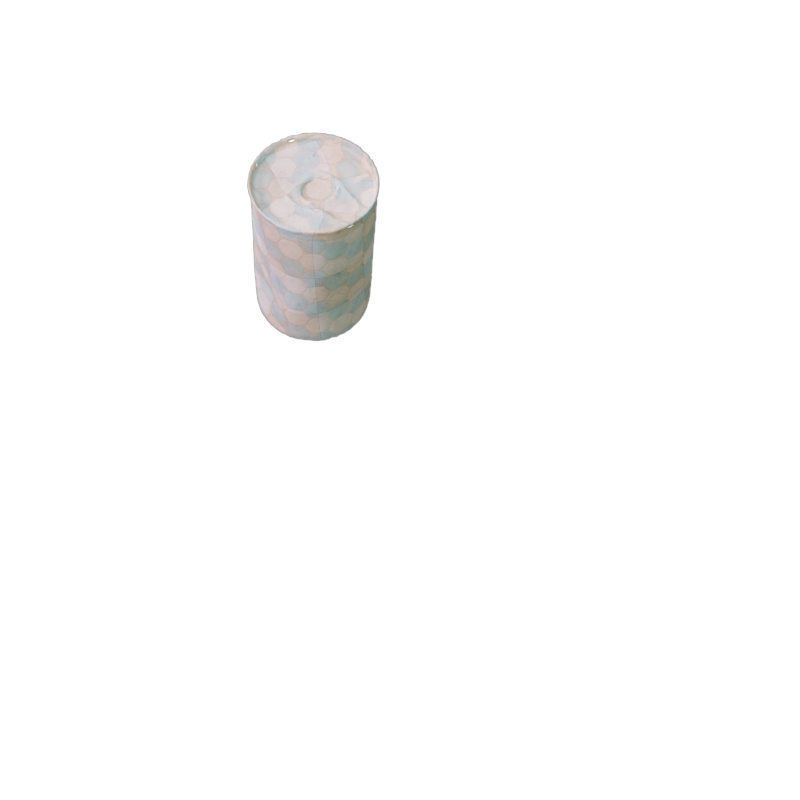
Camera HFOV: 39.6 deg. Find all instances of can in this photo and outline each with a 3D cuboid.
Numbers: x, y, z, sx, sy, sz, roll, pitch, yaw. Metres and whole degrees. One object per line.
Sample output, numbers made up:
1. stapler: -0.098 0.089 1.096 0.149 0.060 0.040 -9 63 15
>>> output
1. can: -0.047 -0.086 0.606 0.068 0.073 0.096 0 -34 -3
